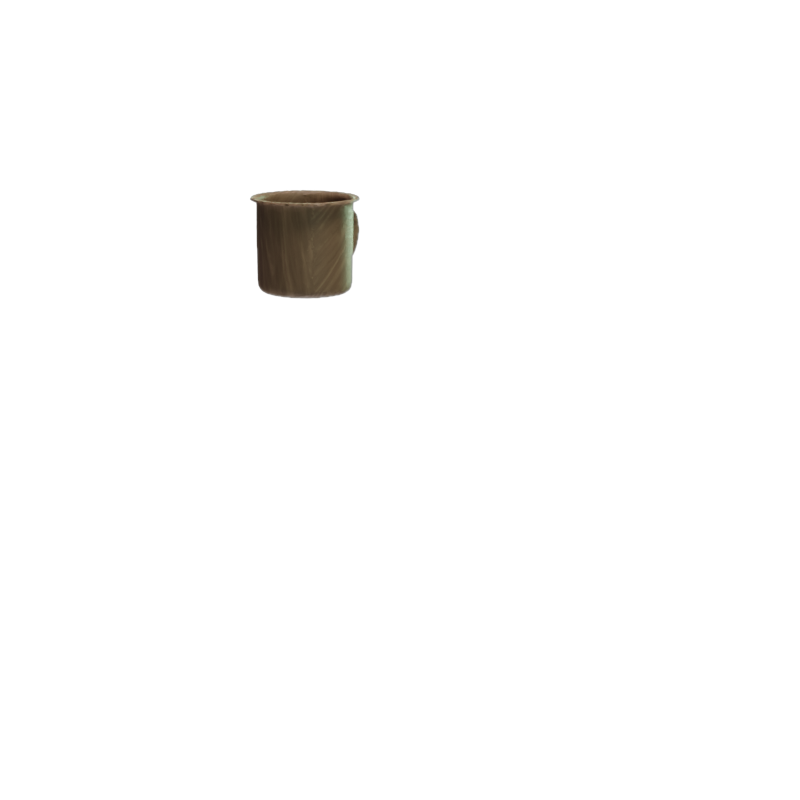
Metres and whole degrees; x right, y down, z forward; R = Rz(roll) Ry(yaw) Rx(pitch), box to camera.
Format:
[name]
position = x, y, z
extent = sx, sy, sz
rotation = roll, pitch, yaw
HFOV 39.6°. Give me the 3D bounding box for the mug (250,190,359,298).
[mug]
position = -0.075, -0.137, 0.958
extent = 0.097, 0.079, 0.115
rotation = 10, 17, 33
